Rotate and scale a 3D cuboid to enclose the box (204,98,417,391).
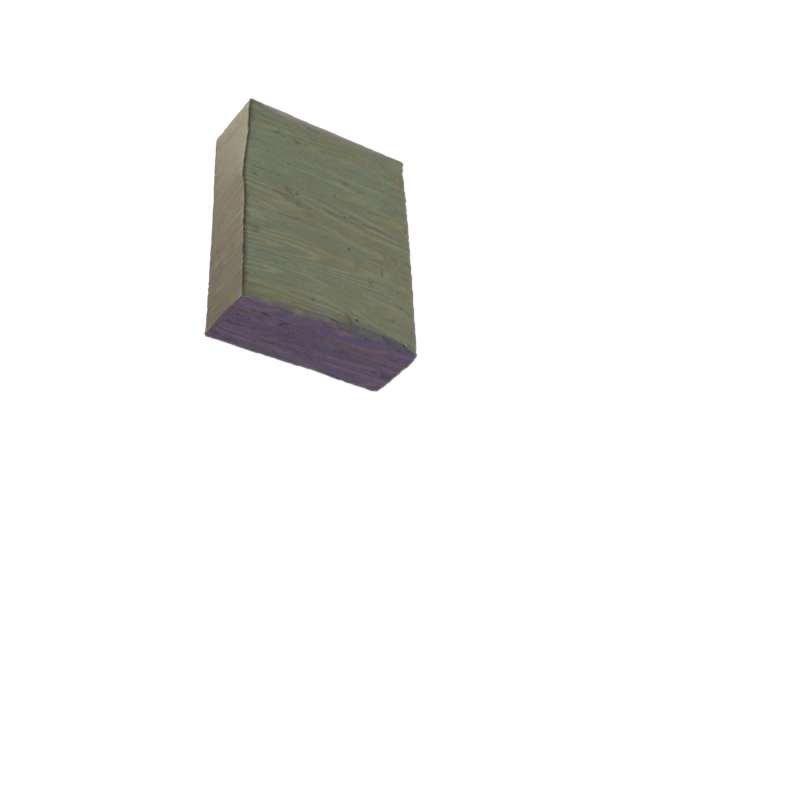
[{"bbox_3d":[-0.072,-0.132,0.926,0.156,0.229,0.070,18,-40,-27],"label":"box"}]
